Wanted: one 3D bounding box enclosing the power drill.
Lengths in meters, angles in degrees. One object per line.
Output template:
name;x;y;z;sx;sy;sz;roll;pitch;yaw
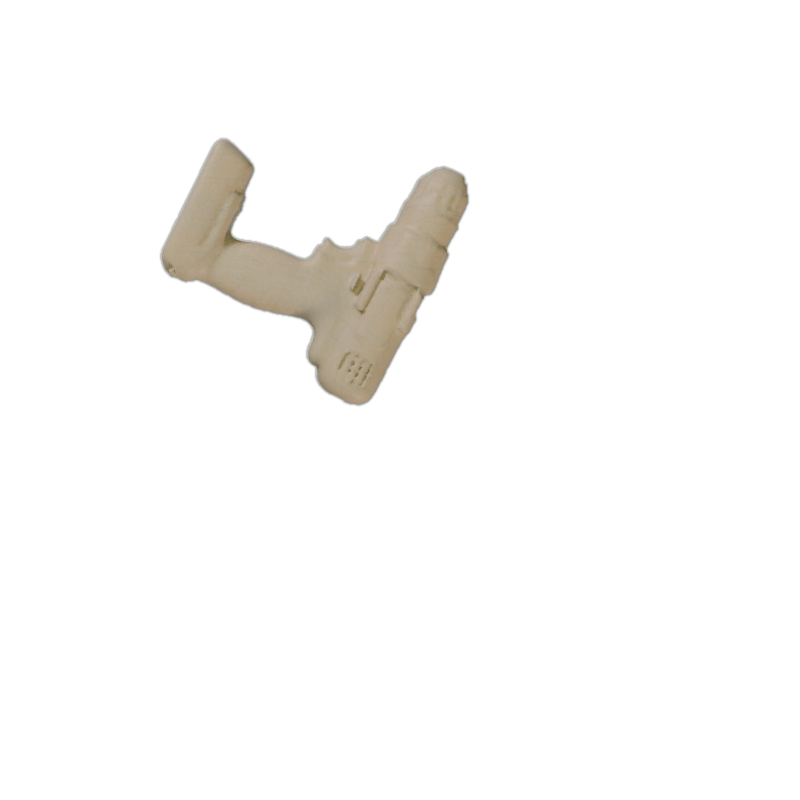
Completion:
power drill;-0.063;-0.114;0.801;0.188;0.186;0.057;27;-4;2
